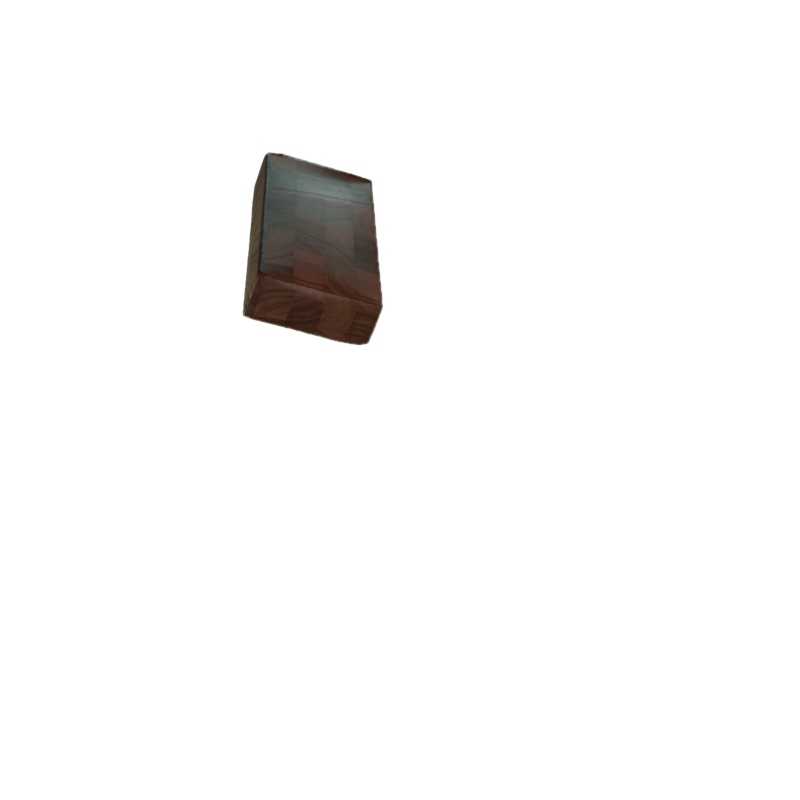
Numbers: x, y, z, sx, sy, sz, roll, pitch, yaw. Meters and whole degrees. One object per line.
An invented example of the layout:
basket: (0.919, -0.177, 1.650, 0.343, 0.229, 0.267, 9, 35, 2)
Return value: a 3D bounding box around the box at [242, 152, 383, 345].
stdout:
box: (-0.065, -0.119, 0.832, 0.091, 0.046, 0.189, 13, 38, -14)
